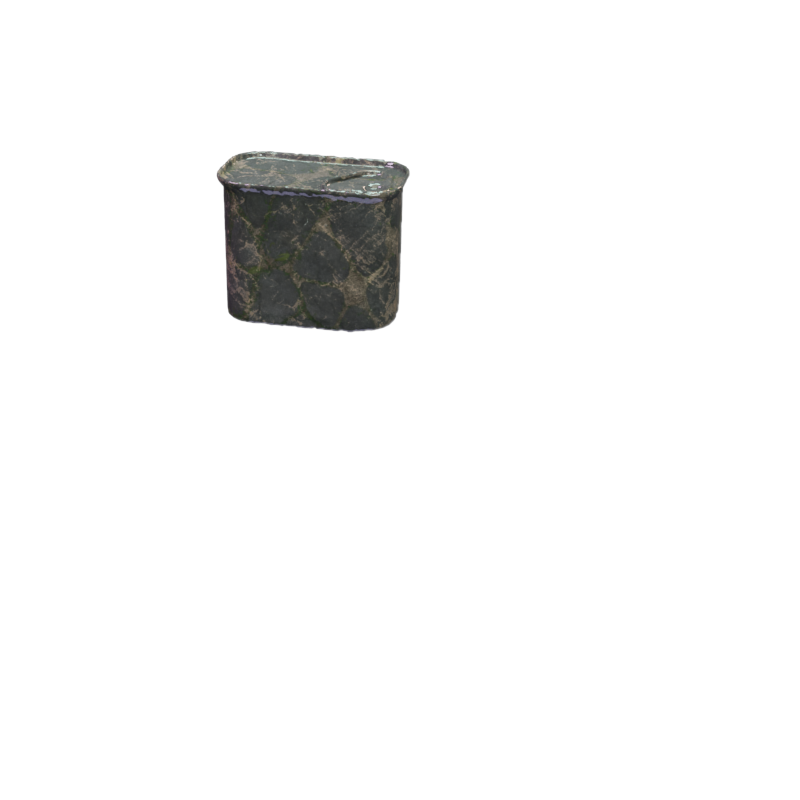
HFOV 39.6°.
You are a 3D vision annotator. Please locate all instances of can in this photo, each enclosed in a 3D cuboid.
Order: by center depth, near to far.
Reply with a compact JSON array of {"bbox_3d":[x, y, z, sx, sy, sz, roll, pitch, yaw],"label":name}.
[{"bbox_3d":[-0.048,-0.088,0.615,0.104,0.079,0.060,6,26,11],"label":"can"}]
